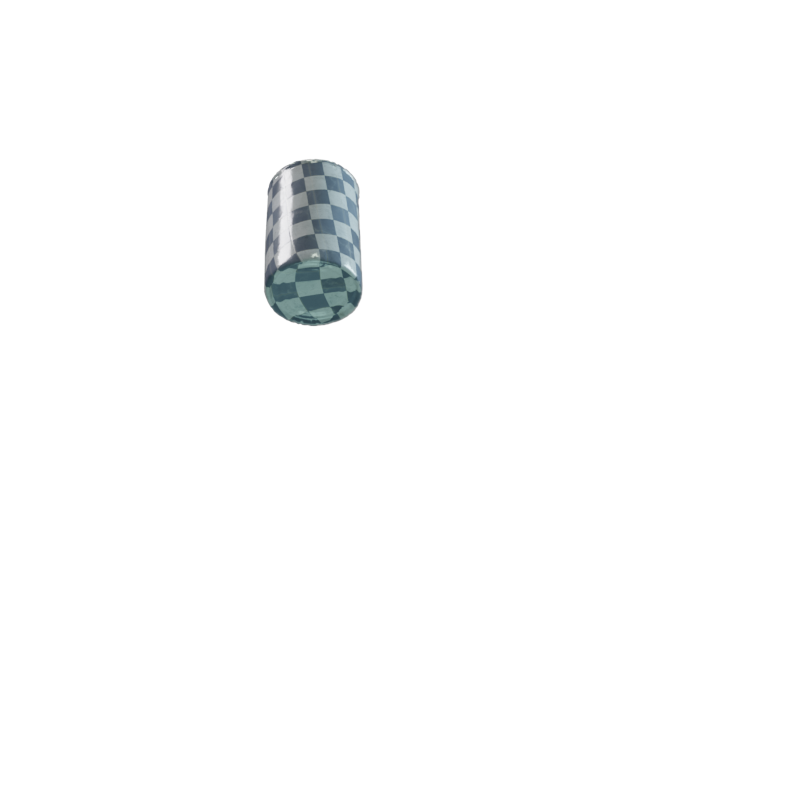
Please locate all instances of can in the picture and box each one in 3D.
[{"bbox_3d":[-0.061,-0.111,0.780,0.068,0.110,0.064,-1,-42,-3],"label":"can"}]
